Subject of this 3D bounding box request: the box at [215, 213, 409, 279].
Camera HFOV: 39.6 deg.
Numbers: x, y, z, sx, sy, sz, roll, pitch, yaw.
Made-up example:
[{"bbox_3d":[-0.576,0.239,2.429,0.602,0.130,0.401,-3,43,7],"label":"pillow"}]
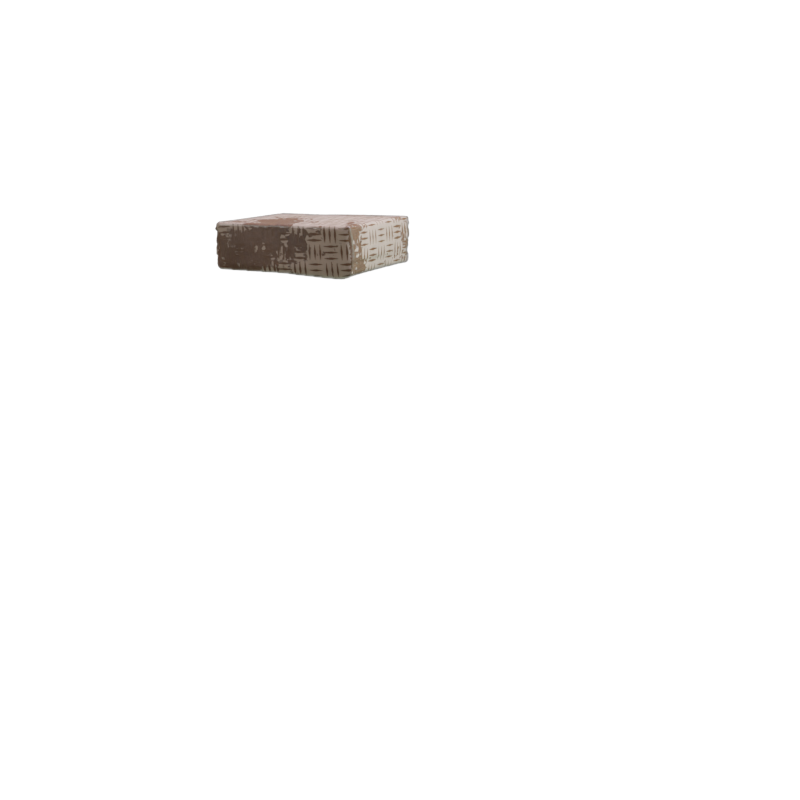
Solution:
[{"bbox_3d":[-0.063,-0.114,0.801,0.118,0.038,0.089,8,16,28],"label":"box"}]
